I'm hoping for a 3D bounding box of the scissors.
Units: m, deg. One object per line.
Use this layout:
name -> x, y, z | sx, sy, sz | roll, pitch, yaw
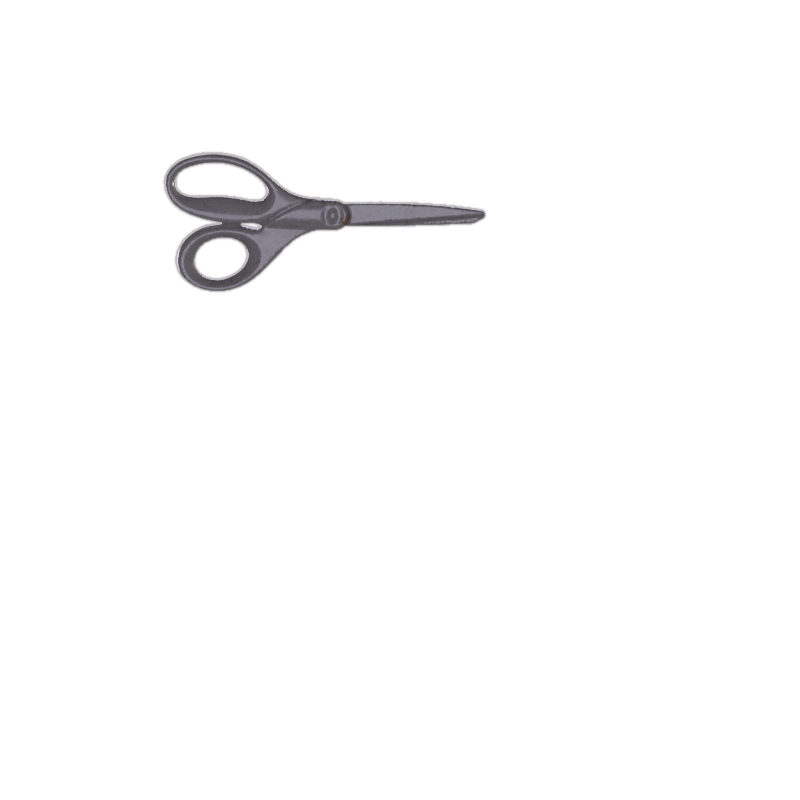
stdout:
scissors -> -0.055, -0.101, 0.705 | 0.201, 0.095, 0.016 | 16, 7, -2
